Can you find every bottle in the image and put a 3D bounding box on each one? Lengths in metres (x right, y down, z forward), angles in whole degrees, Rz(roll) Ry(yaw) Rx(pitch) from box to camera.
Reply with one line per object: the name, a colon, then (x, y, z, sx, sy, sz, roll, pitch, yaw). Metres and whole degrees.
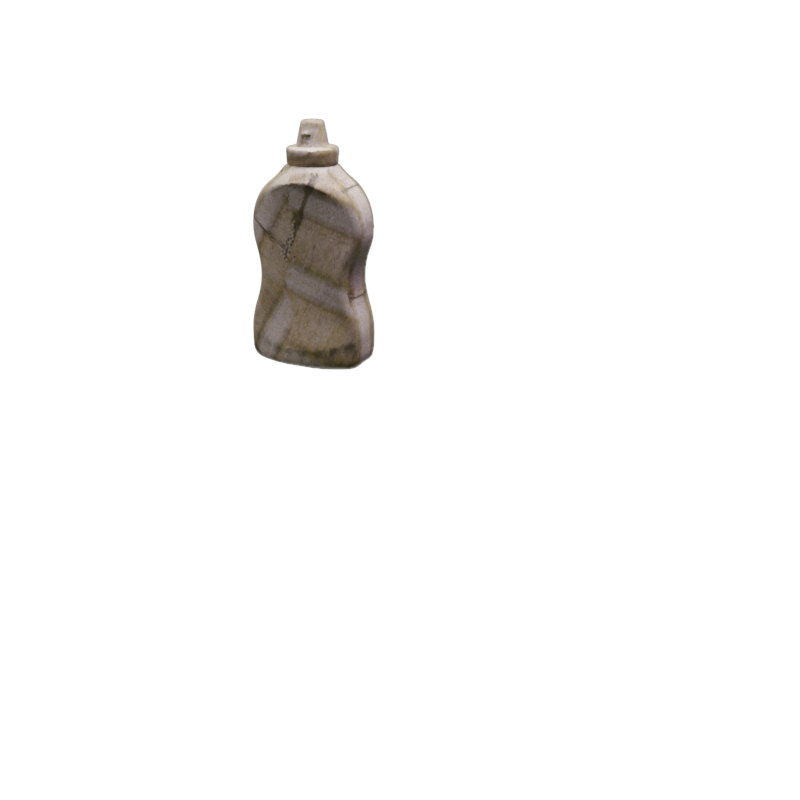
bottle: (-0.068, -0.124, 0.869, 0.100, 0.186, 0.058, 8, 15, 25)
